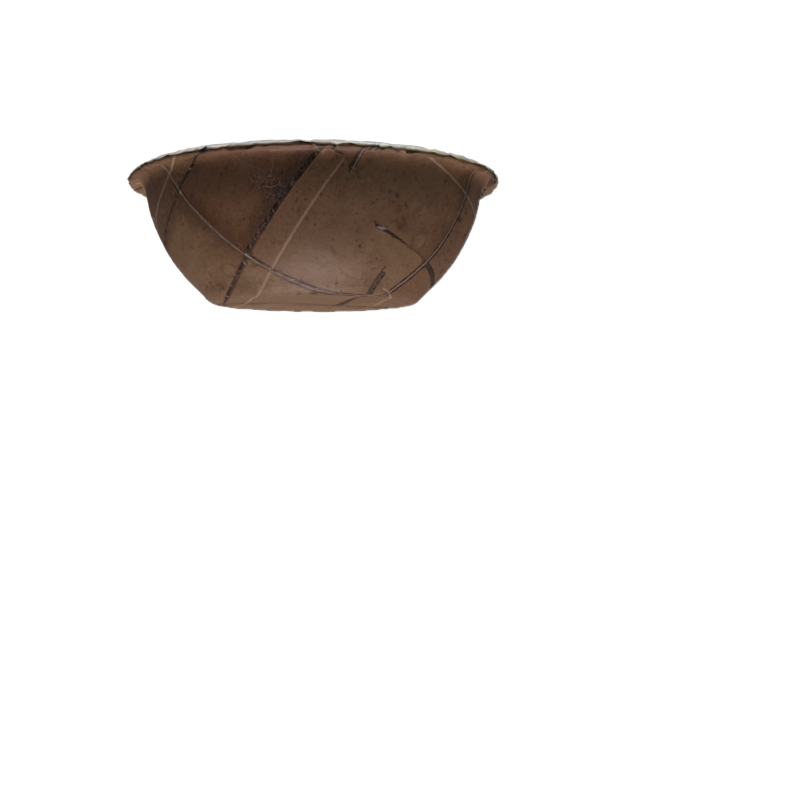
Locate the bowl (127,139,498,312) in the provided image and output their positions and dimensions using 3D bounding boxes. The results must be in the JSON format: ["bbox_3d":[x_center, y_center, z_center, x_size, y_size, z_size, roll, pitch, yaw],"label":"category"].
[{"bbox_3d":[-0.038,-0.069,0.487,0.162,0.056,0.161,0,-1,-2],"label":"bowl"}]
